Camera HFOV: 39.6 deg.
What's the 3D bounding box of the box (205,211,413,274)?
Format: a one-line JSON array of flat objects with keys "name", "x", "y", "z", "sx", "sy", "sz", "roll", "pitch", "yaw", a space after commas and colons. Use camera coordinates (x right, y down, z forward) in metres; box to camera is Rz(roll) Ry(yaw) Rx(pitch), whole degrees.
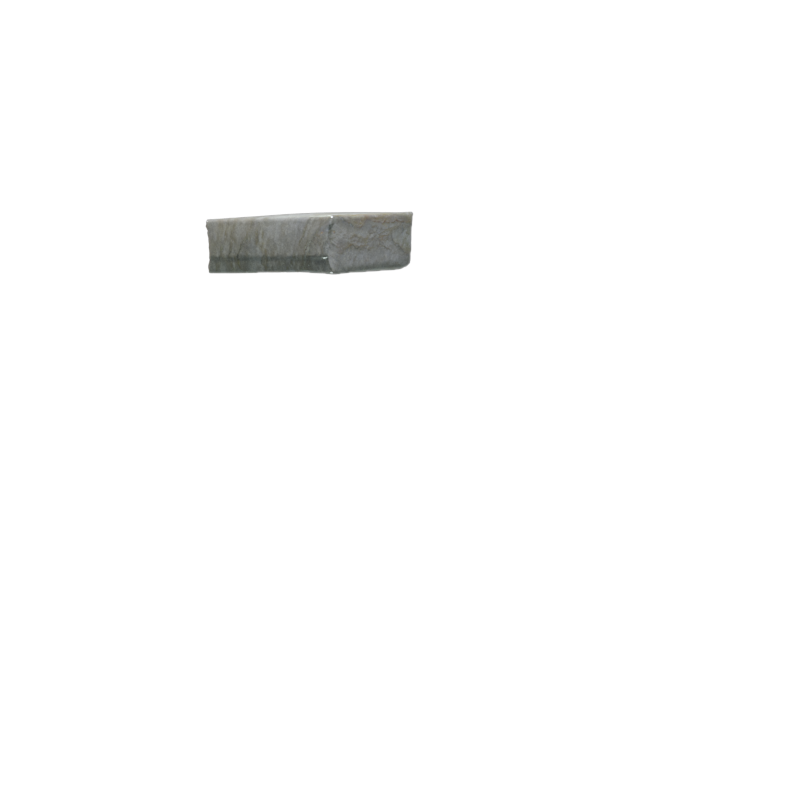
[{"name": "box", "x": -0.055, "y": -0.100, "z": 0.701, "sx": 0.093, "sy": 0.038, "sz": 0.111, "roll": 4, "pitch": 9, "yaw": 27}]
